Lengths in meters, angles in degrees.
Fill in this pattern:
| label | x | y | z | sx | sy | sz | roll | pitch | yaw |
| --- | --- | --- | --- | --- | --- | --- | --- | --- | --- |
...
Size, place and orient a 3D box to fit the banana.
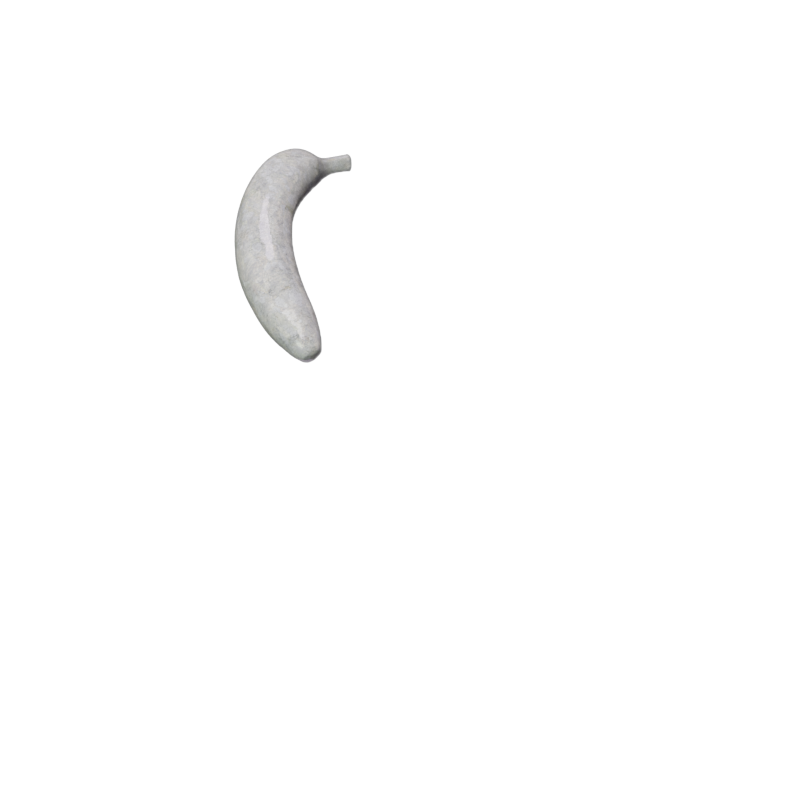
| label | x | y | z | sx | sy | sz | roll | pitch | yaw |
| --- | --- | --- | --- | --- | --- | --- | --- | --- | --- |
| banana | -0.074 | -0.108 | 0.724 | 0.070 | 0.211 | 0.034 | 4 | -42 | 2 |
